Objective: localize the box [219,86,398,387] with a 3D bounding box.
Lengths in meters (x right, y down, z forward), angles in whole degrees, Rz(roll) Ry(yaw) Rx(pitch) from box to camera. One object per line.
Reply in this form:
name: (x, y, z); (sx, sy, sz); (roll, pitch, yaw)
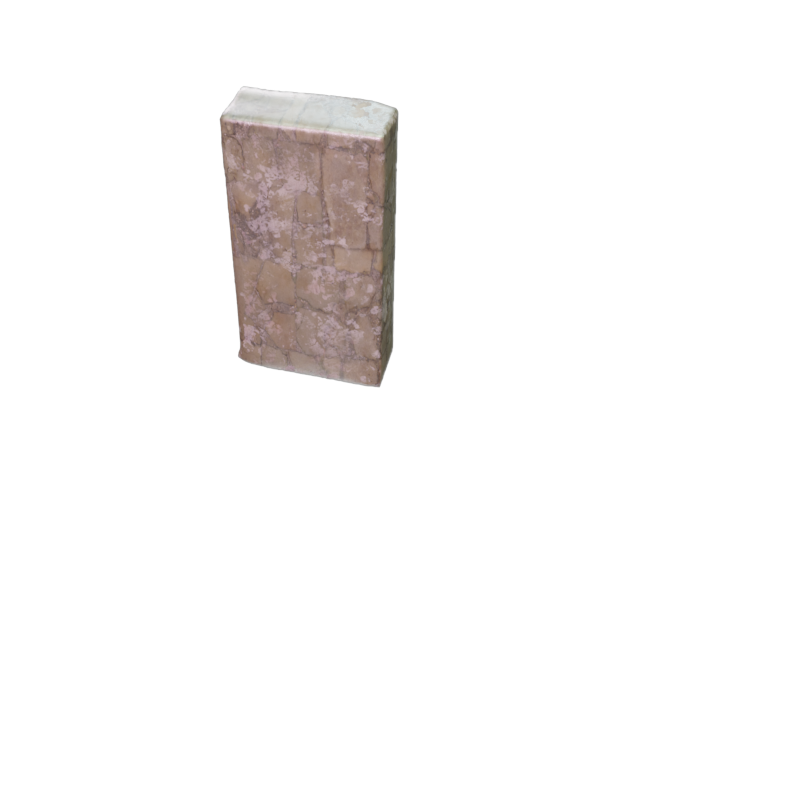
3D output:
box: (-0.050, -0.092, 0.644); (0.095, 0.165, 0.050); (11, 37, 11)
